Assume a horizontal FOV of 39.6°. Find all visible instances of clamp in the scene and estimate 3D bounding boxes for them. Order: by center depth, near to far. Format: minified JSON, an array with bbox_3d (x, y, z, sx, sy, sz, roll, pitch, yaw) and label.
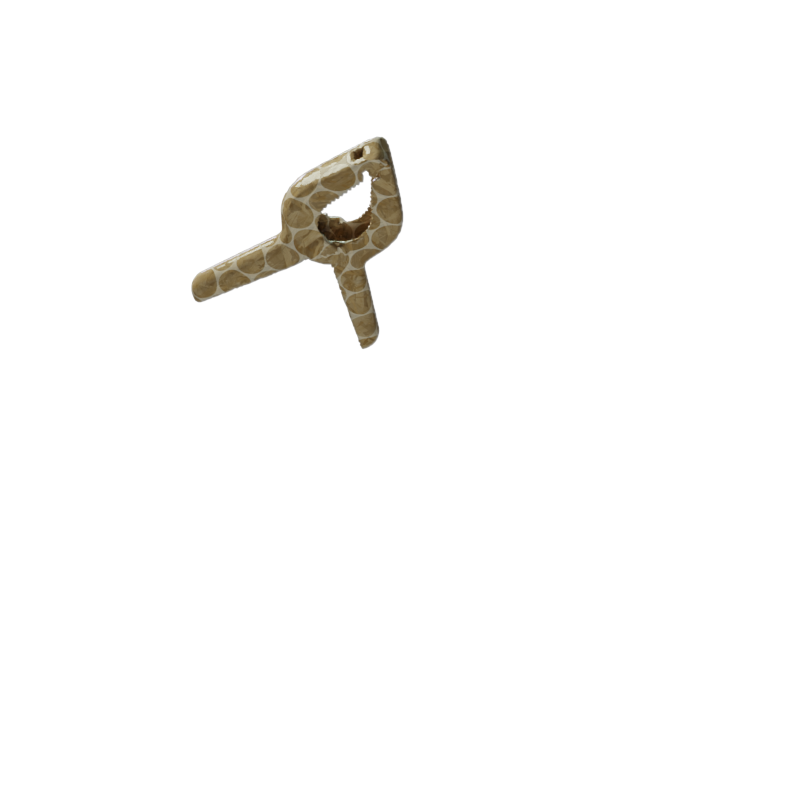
[{"bbox_3d":[-0.068,-0.124,0.869,0.161,0.039,0.200,12,-43,-13],"label":"clamp"}]
